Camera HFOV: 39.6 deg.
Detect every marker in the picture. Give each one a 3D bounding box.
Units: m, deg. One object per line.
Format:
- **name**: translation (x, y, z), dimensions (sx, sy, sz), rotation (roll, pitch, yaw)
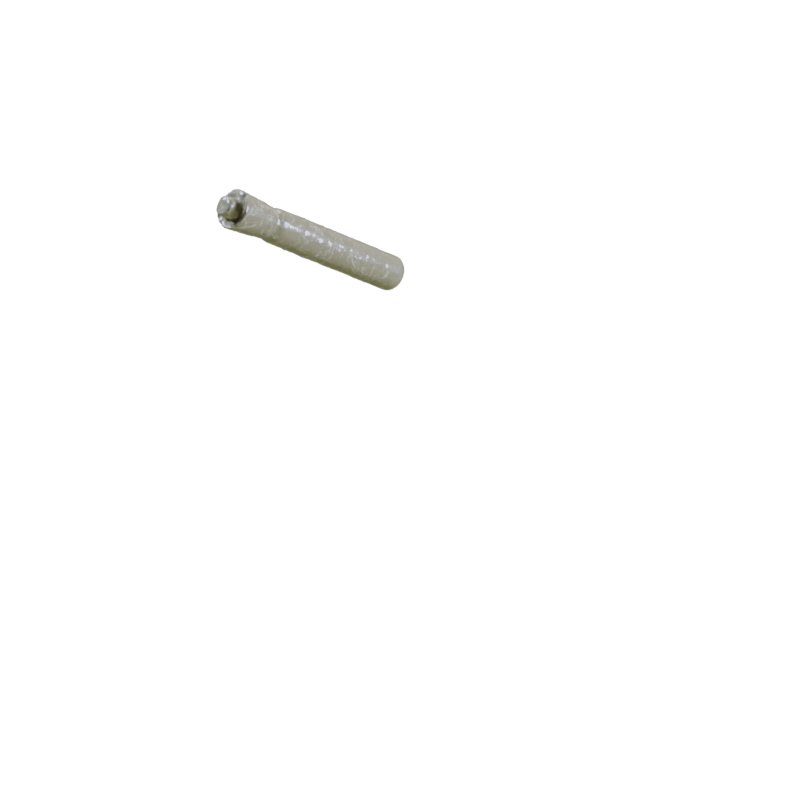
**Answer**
- **marker**: translation (-0.042, -0.076, 0.535), dimensions (0.021, 0.020, 0.114), rotation (4, -8, 42)
